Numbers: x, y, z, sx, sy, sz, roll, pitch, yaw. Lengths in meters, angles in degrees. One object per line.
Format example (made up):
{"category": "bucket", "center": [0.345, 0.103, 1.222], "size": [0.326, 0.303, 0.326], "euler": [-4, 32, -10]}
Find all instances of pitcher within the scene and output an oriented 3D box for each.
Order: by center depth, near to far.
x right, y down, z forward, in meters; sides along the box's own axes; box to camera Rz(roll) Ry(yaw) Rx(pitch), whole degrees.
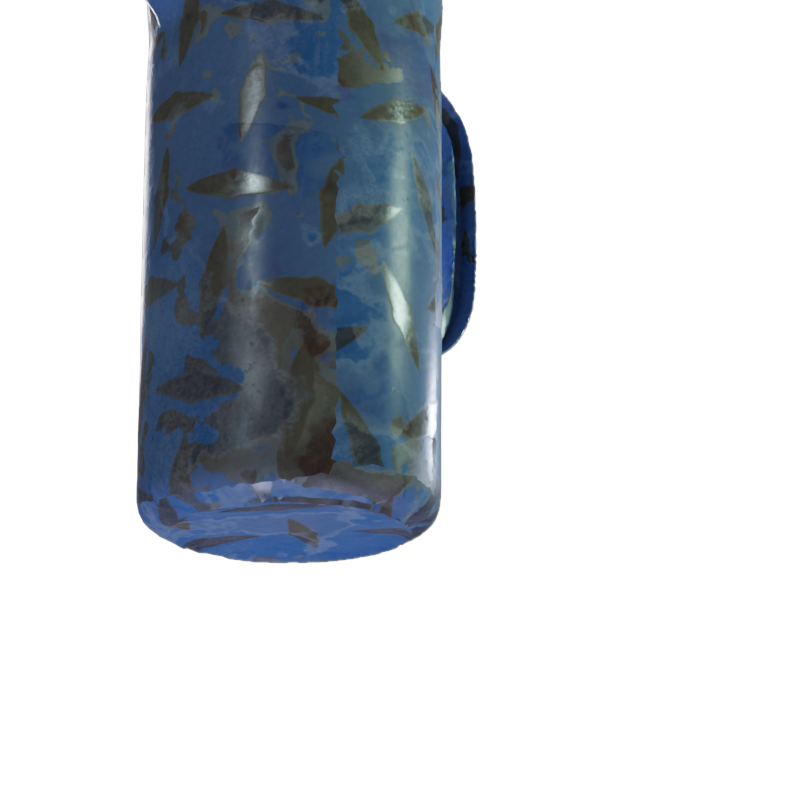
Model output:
{"category": "pitcher", "center": [-0.035, -0.065, 0.453], "size": [0.149, 0.257, 0.137], "euler": [-2, -26, 0]}
